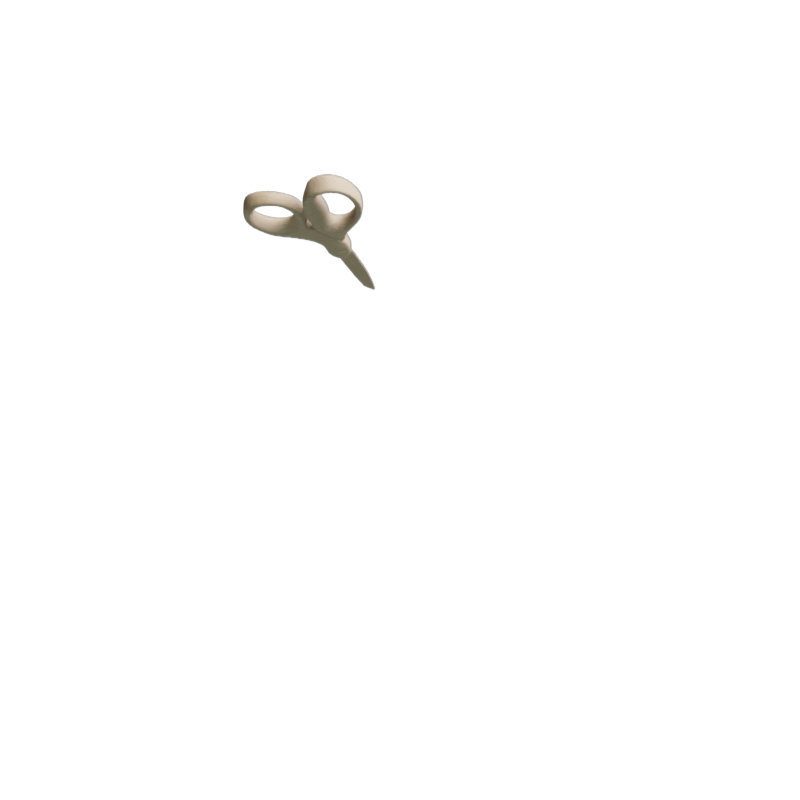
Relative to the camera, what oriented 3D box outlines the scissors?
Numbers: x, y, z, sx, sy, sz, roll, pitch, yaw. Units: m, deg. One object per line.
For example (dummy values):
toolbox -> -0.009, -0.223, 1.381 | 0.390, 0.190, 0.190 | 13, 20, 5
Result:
scissors -> -0.067, -0.122, 0.857 | 0.096, 0.016, 0.192 | 0, -17, -1
